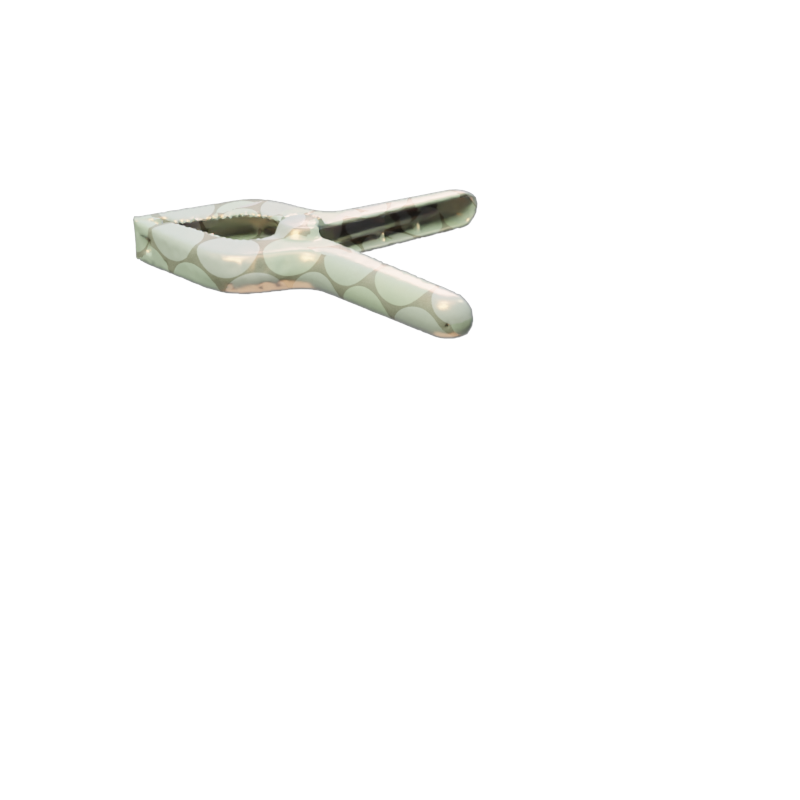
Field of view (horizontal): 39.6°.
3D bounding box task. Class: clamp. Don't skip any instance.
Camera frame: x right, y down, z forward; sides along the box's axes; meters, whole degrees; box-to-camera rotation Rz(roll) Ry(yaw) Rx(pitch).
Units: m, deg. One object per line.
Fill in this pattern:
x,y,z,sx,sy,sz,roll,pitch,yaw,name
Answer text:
-0.052,-0.094,0.659,0.214,0.034,0.171,7,31,12,clamp
